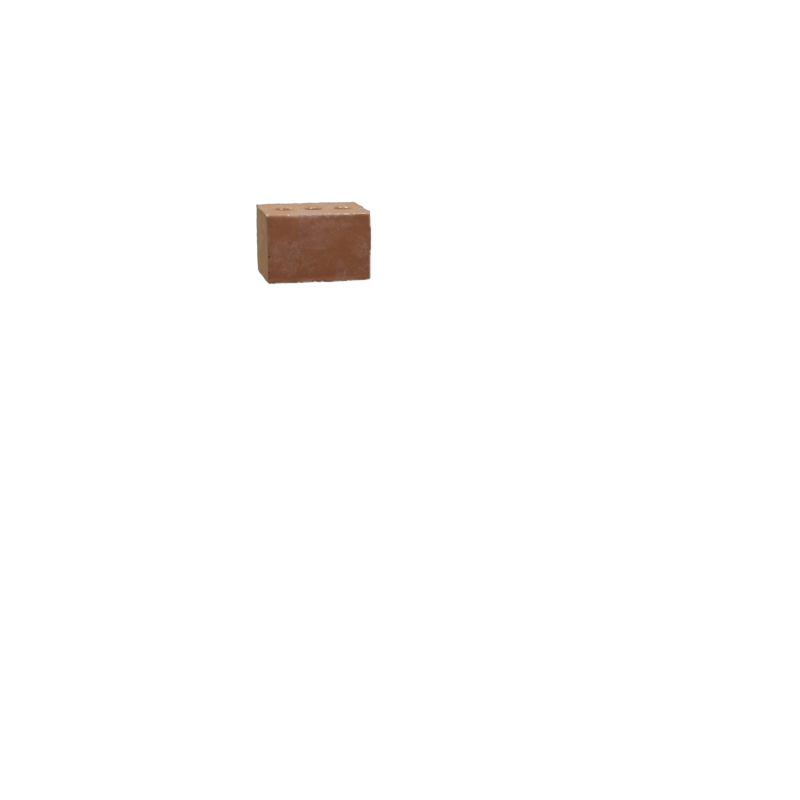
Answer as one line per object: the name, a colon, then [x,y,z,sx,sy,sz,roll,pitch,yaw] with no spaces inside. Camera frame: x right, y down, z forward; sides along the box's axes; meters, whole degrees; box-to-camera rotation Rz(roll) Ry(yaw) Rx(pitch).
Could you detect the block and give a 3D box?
block: [-0.063,-0.116,0.811,0.077,0.050,0.055,-3,14,-12]
